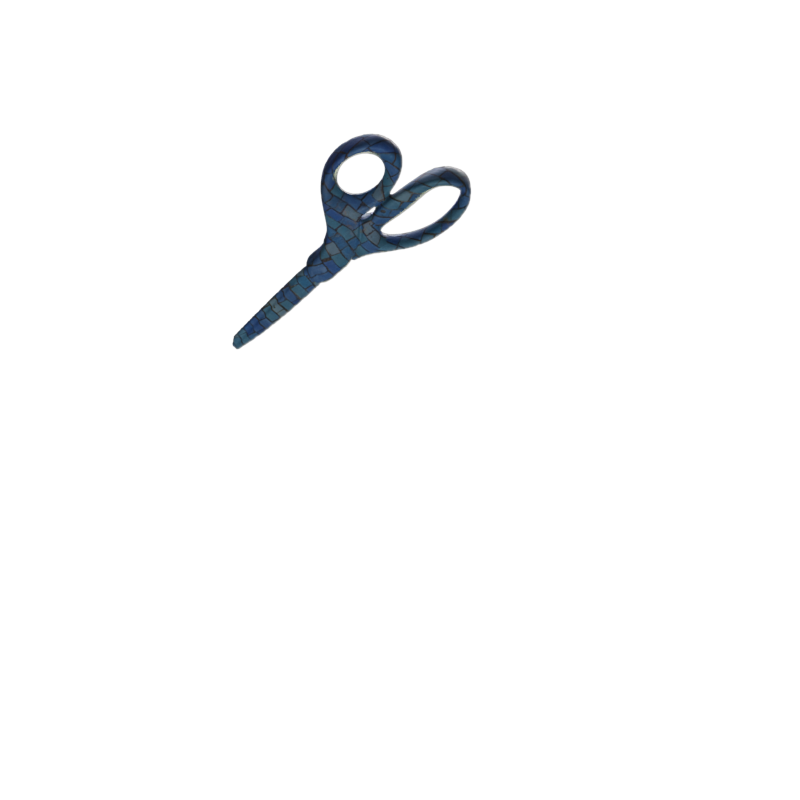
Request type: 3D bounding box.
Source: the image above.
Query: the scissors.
[{"bbox_3d":[-0.053,-0.096,0.676,0.202,0.017,0.089,-25,-48,25],"label":"scissors"}]
